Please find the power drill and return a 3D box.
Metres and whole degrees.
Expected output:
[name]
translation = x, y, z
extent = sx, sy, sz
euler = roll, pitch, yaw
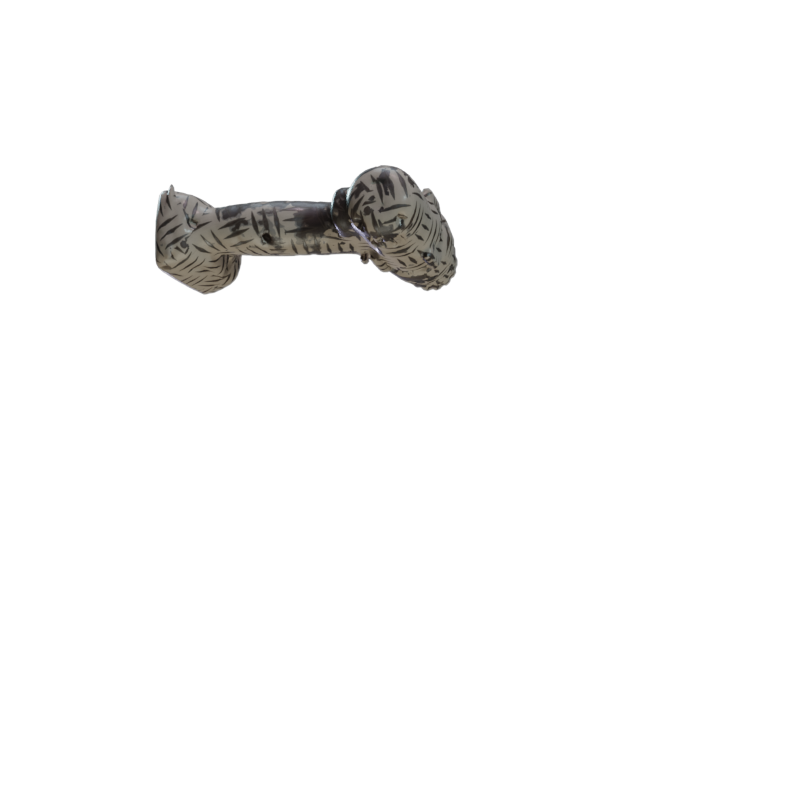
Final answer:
[power drill]
translation = -0.060, -0.109, 0.761
extent = 0.191, 0.059, 0.175
euler = -3, -11, 14
